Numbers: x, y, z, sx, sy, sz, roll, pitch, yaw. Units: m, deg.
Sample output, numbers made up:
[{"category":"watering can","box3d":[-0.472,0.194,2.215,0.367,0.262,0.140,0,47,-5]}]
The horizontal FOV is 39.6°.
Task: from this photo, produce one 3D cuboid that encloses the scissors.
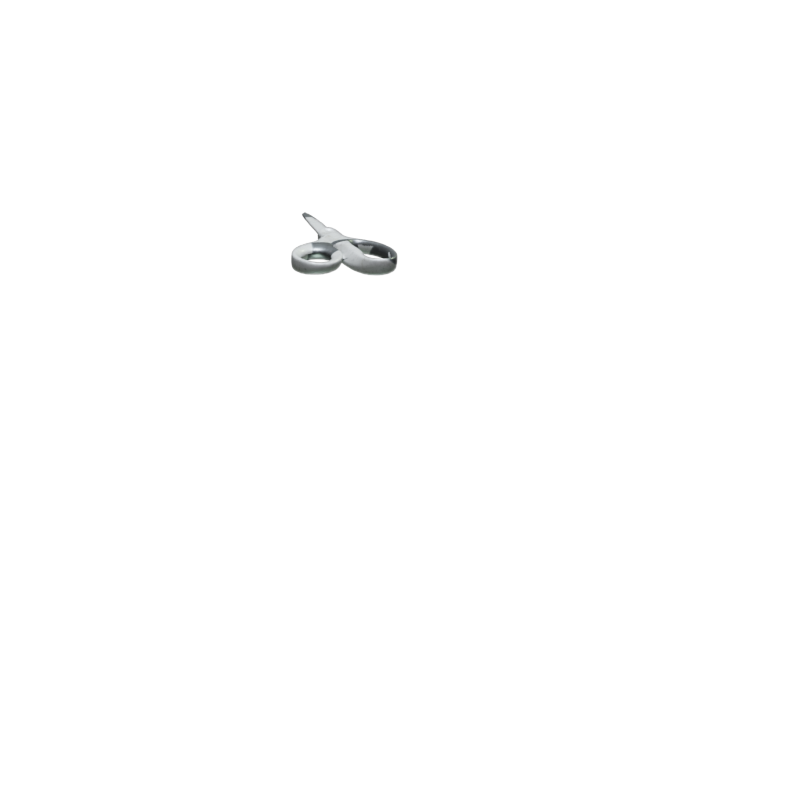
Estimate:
[{"category":"scissors","box3d":[-0.077,-0.140,0.980,0.094,0.015,0.215,-12,24,-28]}]
